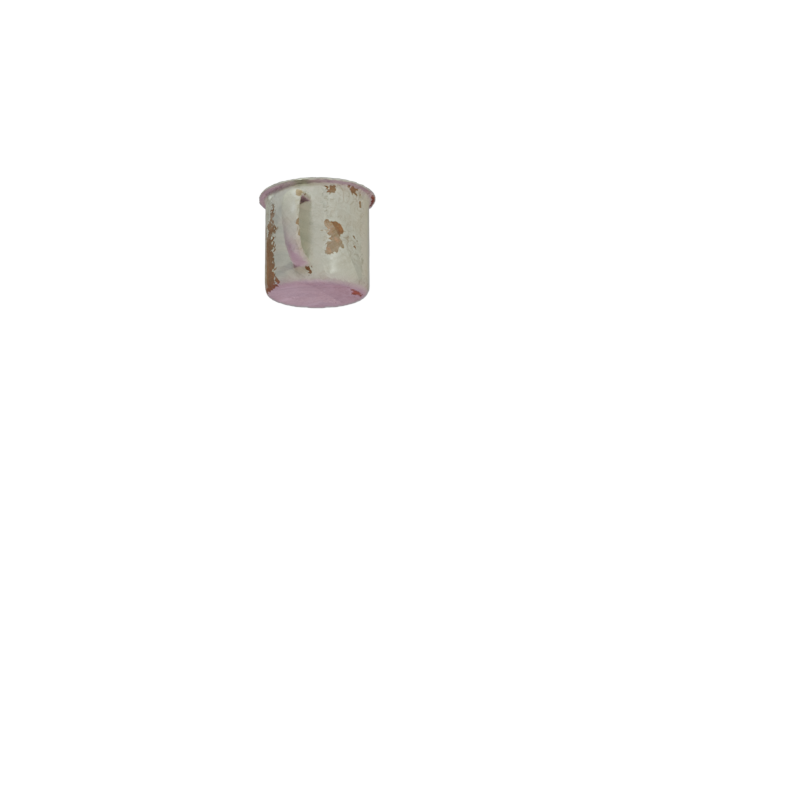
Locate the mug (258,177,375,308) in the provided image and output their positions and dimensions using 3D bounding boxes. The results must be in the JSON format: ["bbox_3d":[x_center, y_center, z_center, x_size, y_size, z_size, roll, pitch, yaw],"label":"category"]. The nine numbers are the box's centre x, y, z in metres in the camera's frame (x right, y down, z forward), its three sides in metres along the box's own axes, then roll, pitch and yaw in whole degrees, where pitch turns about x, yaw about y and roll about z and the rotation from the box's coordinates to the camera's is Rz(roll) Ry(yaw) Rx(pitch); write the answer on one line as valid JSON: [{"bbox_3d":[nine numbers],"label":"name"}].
[{"bbox_3d":[-0.067,-0.123,0.859,0.094,0.085,0.111,-4,-14,11],"label":"mug"}]
